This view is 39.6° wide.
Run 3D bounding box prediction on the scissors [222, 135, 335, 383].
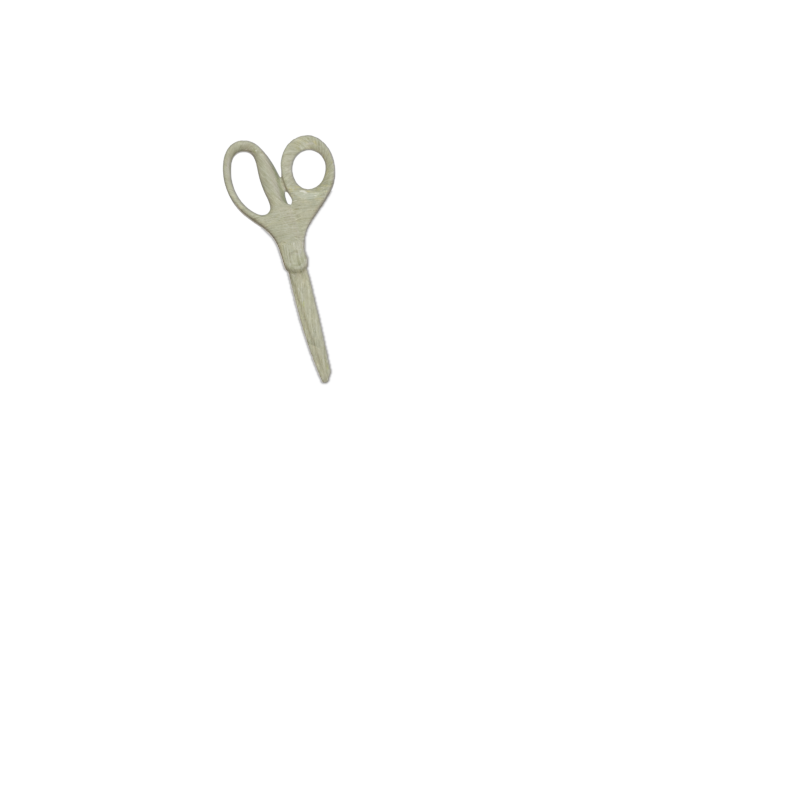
[{"bbox_3d":[-0.067,-0.122,0.852,0.096,0.210,0.015,-28,-16,-9],"label":"scissors"}]
